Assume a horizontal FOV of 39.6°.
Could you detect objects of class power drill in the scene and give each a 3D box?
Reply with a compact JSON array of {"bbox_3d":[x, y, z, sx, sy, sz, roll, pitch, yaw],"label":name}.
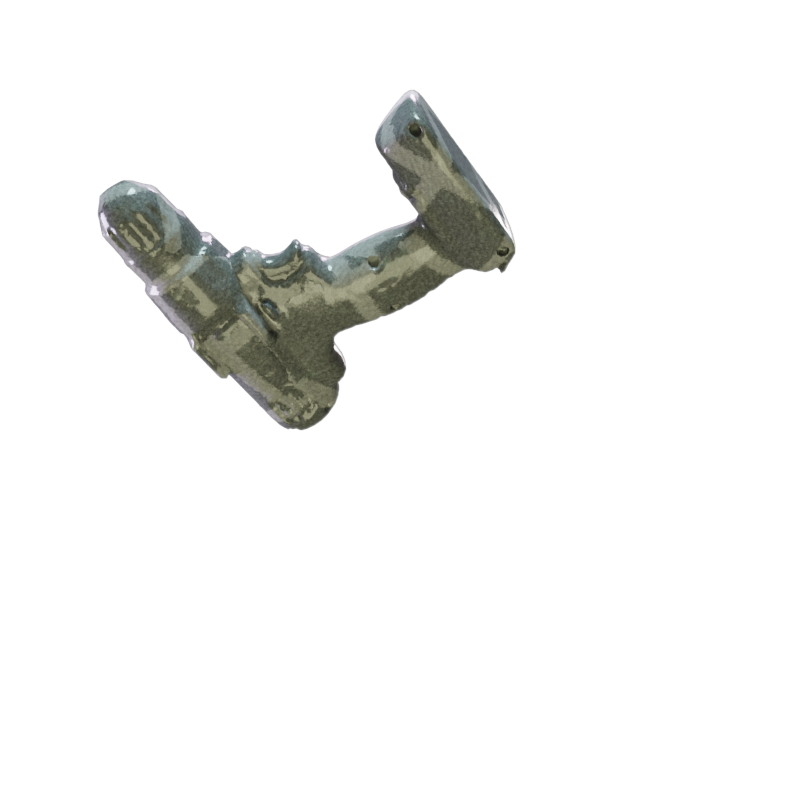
[{"bbox_3d":[-0.048,-0.087,0.611,0.187,0.174,0.061,-32,27,18],"label":"power drill"}]
